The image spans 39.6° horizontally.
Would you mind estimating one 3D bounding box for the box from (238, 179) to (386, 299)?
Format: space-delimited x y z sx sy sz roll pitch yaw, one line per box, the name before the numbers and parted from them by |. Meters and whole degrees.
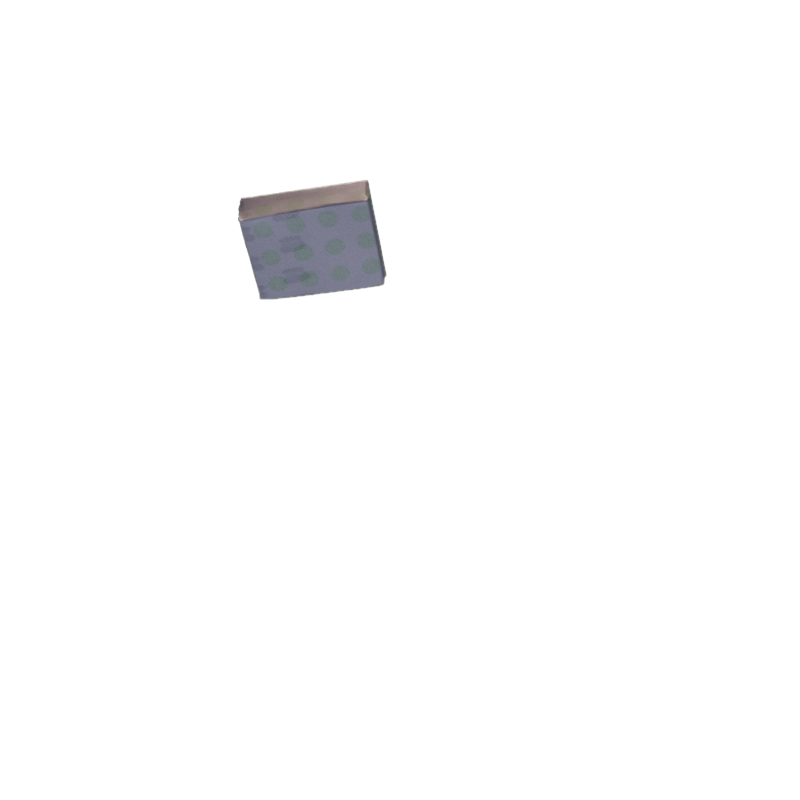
box | -0.074 -0.135 0.945 0.114 0.083 0.042 -8 37 5
